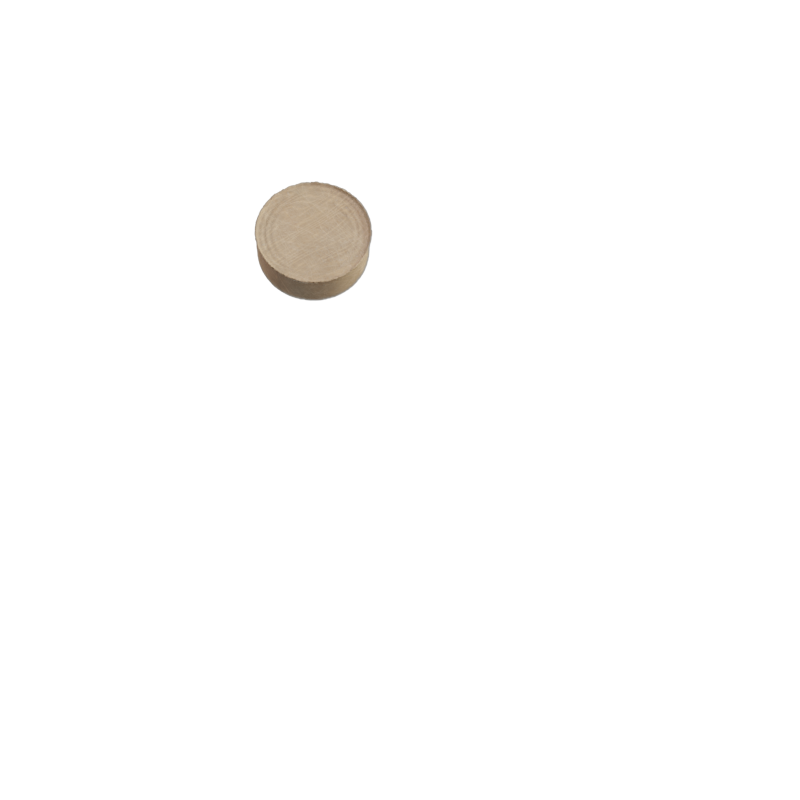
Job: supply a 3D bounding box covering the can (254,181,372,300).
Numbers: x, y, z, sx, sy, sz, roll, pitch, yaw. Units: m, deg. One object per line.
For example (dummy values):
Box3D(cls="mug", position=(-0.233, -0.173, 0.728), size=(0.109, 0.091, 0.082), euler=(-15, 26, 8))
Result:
Box3D(cls="can", position=(-0.064, -0.117, 0.823), size=(0.086, 0.091, 0.032), euler=(-1, -28, -1))
